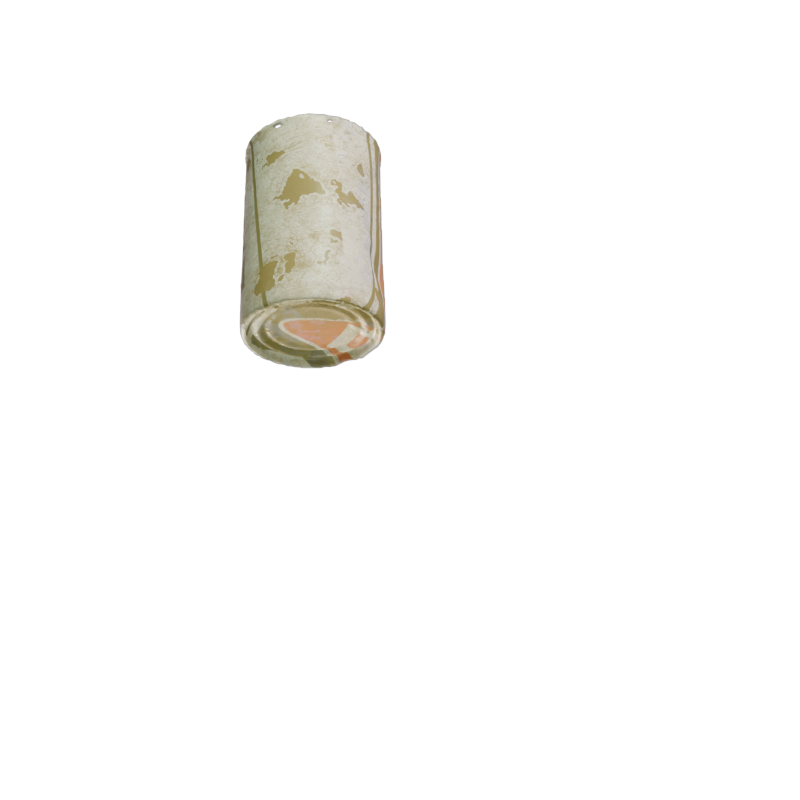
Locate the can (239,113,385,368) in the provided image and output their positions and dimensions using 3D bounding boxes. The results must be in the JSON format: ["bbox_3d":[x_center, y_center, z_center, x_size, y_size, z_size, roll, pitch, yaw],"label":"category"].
[{"bbox_3d":[-0.041,-0.075,0.525,0.068,0.109,0.064,-1,-31,-2],"label":"can"}]
